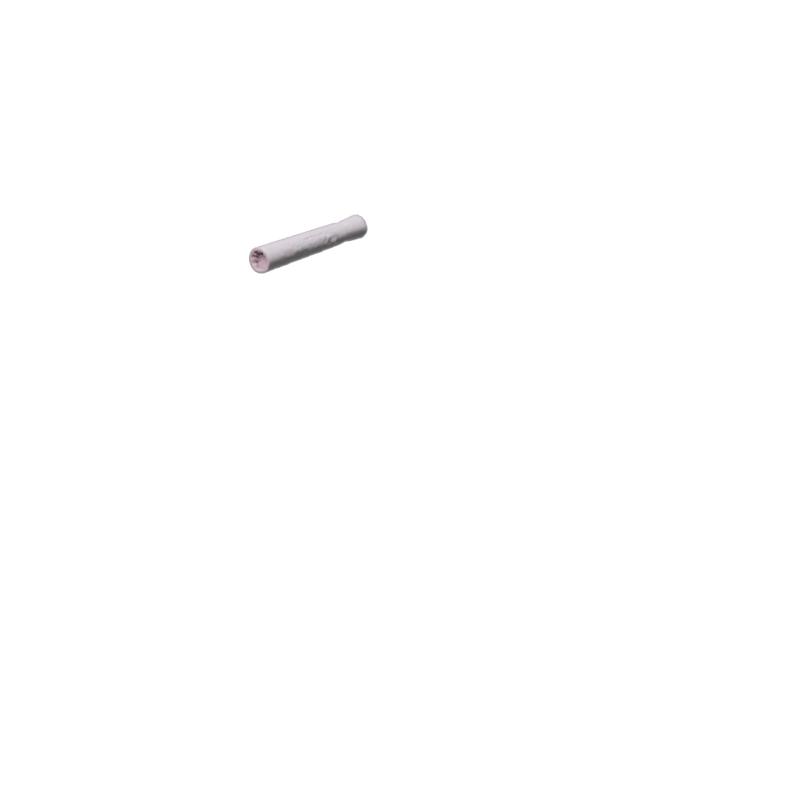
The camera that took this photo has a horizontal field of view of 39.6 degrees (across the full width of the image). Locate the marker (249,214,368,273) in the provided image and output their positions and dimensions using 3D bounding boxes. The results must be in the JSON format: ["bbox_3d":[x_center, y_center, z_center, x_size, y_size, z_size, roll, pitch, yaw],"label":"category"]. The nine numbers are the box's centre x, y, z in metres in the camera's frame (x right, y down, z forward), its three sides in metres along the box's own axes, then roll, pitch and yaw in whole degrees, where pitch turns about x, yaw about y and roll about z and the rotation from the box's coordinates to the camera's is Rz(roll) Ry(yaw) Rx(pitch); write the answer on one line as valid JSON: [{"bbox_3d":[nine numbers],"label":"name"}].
[{"bbox_3d":[-0.063,-0.114,0.799,0.020,0.019,0.120,3,20,36],"label":"marker"}]
